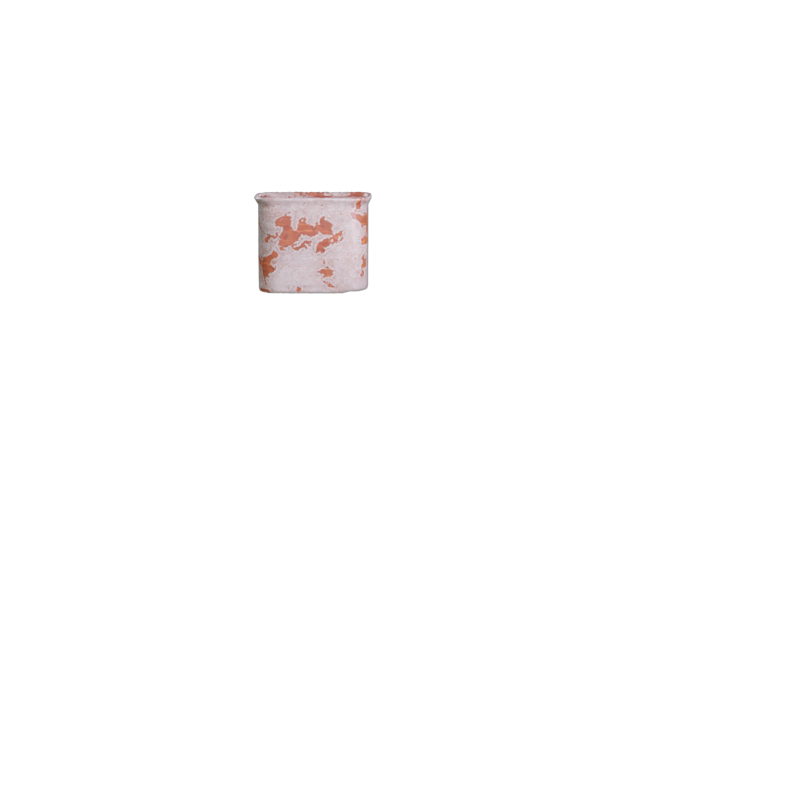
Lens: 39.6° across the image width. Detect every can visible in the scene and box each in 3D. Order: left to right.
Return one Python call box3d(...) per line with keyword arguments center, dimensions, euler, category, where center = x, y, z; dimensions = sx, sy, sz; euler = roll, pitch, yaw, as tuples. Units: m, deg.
box3d(center=(-0.076, -0.139, 0.973), dimensions=(0.102, 0.082, 0.059), euler=(0, 11, 1), category="can")
